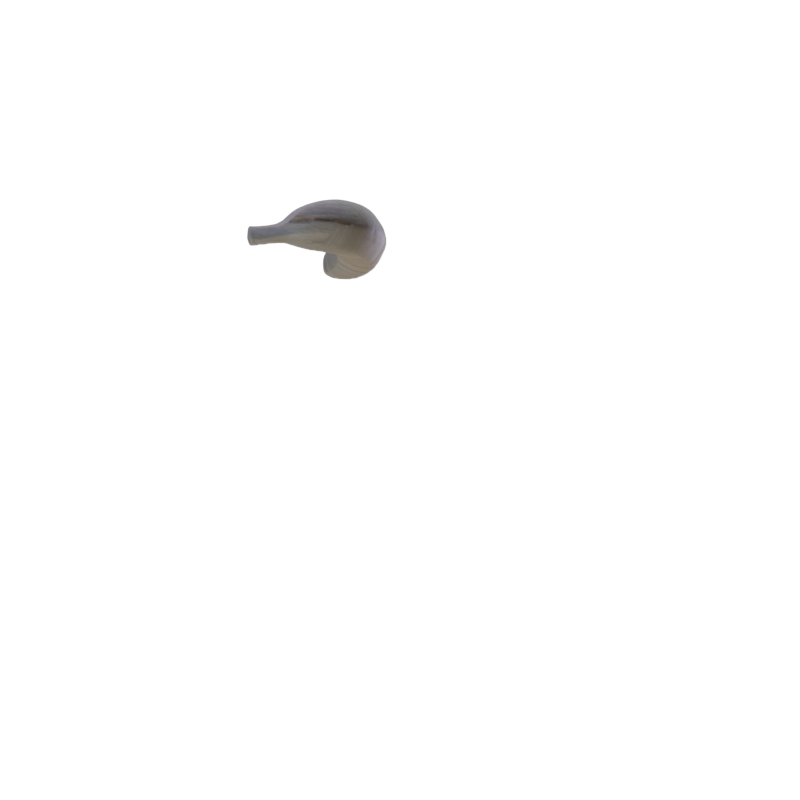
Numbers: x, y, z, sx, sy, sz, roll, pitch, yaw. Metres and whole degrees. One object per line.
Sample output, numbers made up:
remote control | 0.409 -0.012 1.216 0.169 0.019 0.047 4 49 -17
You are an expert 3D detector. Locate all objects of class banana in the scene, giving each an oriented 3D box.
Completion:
banana | -0.044 -0.111 0.770 0.071 0.037 0.191 -1 -2 12
